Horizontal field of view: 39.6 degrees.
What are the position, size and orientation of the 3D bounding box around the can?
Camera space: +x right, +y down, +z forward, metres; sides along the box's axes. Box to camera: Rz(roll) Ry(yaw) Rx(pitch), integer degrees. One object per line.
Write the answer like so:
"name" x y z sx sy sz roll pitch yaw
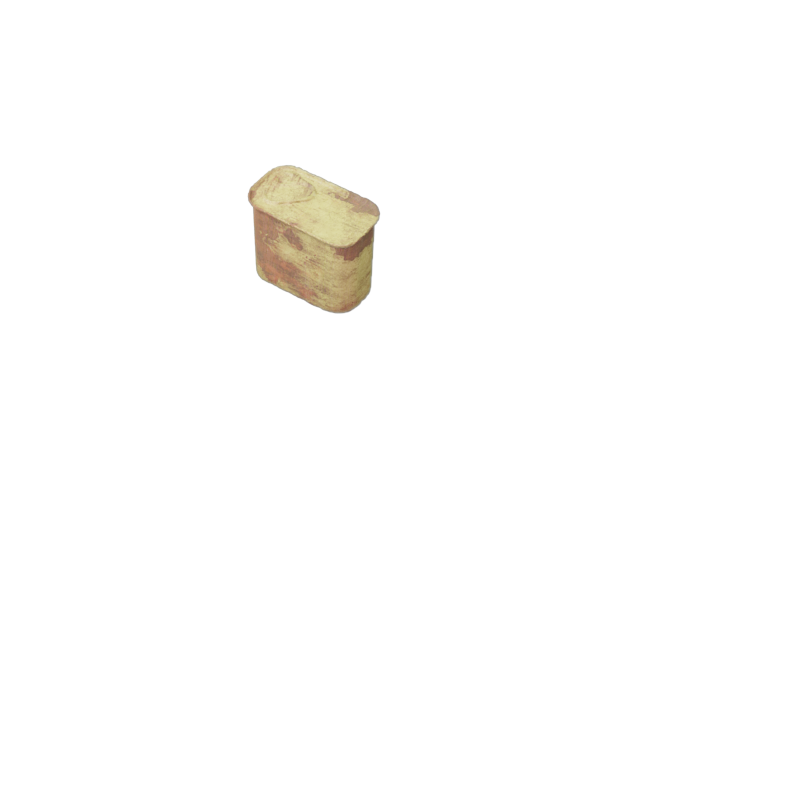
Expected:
"can" -0.069 -0.125 0.875 0.107 0.078 0.059 28 53 21
